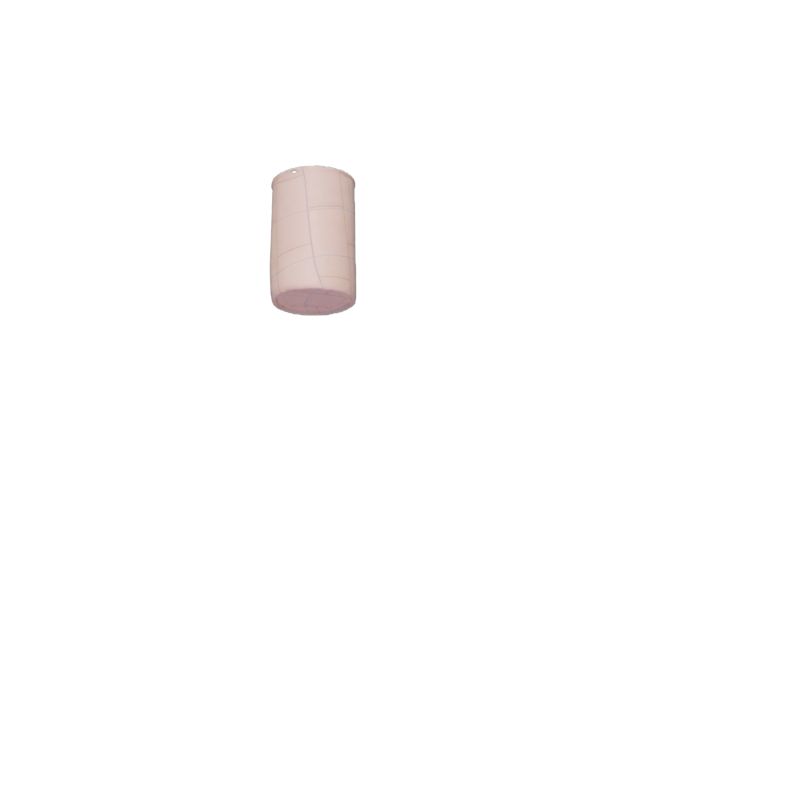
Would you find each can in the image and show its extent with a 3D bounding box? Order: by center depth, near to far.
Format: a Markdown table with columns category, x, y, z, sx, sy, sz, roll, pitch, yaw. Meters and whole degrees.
| category | x | y | z | sx | sy | sz | roll | pitch | yaw |
| --- | --- | --- | --- | --- | --- | --- | --- | --- | --- |
| can | -0.069 | -0.125 | 0.875 | 0.068 | 0.107 | 0.065 | 0 | -20 | -2 |
